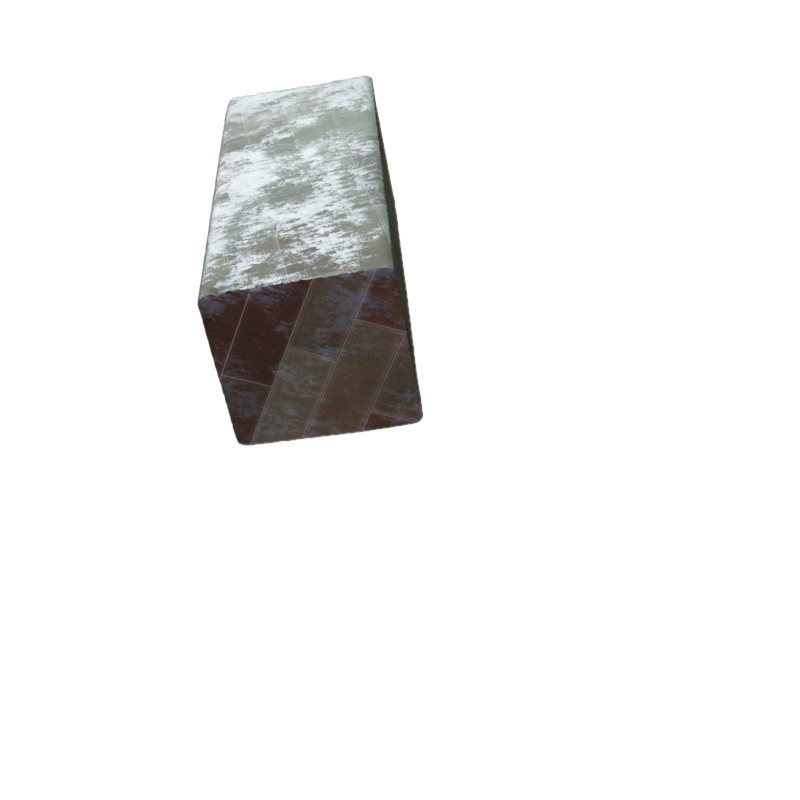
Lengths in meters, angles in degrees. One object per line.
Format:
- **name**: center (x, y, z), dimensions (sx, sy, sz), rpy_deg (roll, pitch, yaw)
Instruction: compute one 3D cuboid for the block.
- **block**: center (-0.046, -0.083, 0.583), dimensions (0.090, 0.084, 0.221), rpy_deg (-9, 37, 3)
